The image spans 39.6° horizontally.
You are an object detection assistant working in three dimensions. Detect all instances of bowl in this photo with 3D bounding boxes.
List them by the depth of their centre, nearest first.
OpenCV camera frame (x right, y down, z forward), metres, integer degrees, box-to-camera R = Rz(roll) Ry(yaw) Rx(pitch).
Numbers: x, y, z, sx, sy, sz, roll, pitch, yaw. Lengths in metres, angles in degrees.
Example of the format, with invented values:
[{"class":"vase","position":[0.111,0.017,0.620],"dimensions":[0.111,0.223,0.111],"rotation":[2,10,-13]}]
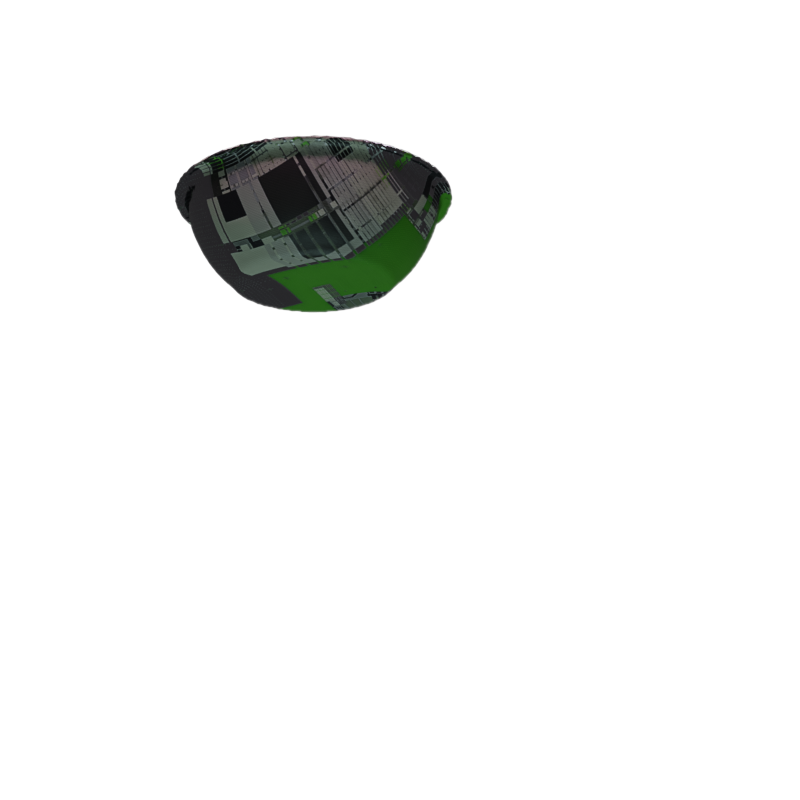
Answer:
[{"class":"bowl","position":[-0.050,-0.091,0.639],"dimensions":[0.162,0.058,0.155],"rotation":[0,-17,-2]}]
